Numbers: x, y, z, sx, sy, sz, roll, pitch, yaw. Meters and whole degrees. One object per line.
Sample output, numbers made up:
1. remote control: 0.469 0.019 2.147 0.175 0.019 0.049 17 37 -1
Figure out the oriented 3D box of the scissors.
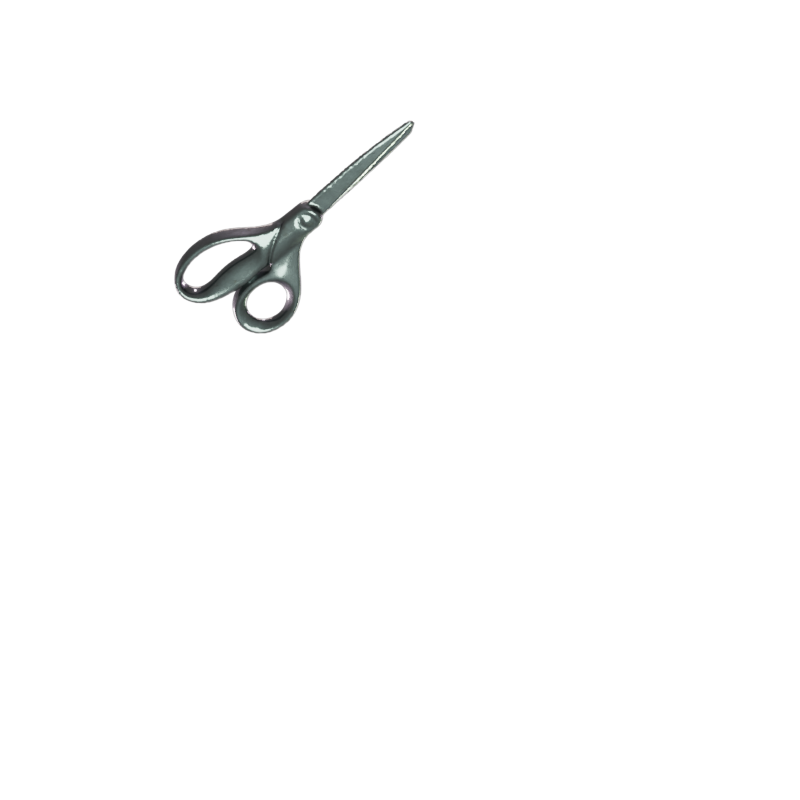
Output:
1. scissors: -0.058 -0.107 0.746 0.202 0.090 0.017 -24 34 17
